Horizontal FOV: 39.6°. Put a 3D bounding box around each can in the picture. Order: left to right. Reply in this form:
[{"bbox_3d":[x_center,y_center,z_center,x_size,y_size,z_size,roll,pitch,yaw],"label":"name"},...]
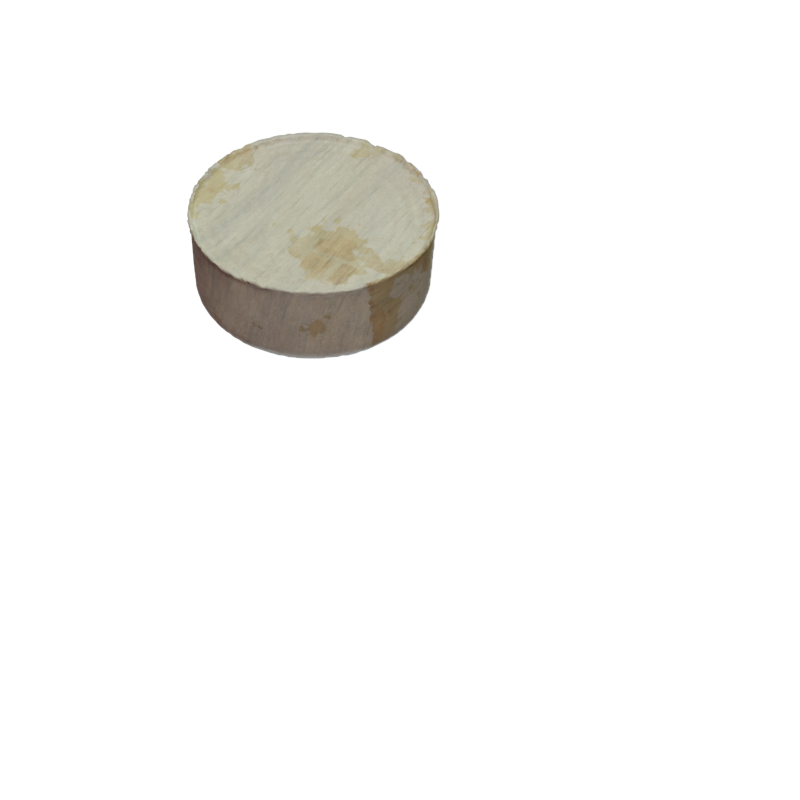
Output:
[{"bbox_3d":[-0.030,-0.055,0.388,0.086,0.092,0.031,-1,-45,-1],"label":"can"}]
